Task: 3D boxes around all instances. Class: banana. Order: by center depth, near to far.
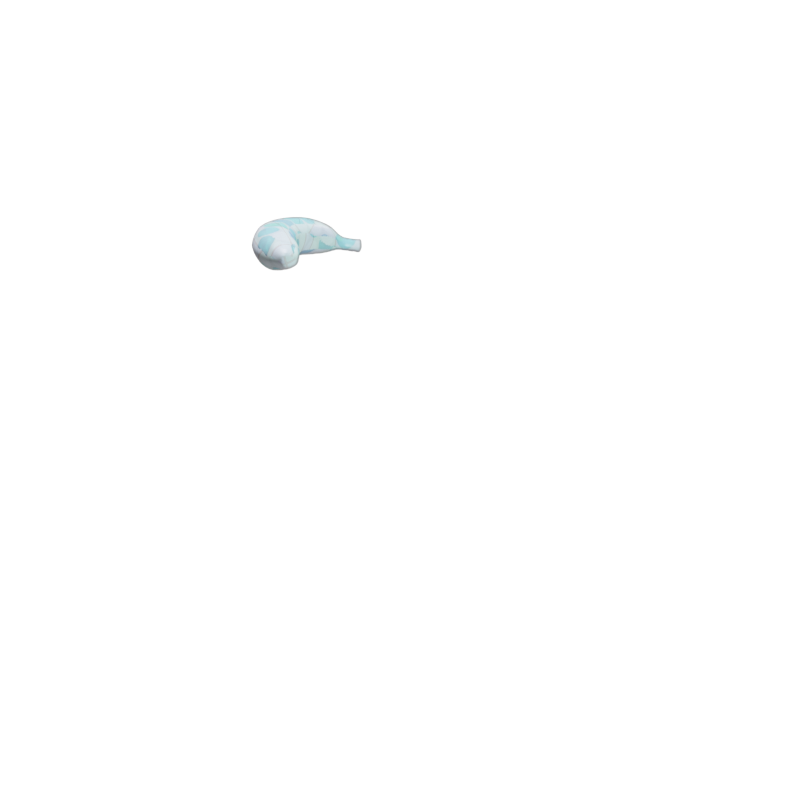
[{"bbox_3d":[-0.093,-0.140,0.976,0.071,0.036,0.198,3,14,15],"label":"banana"}]
